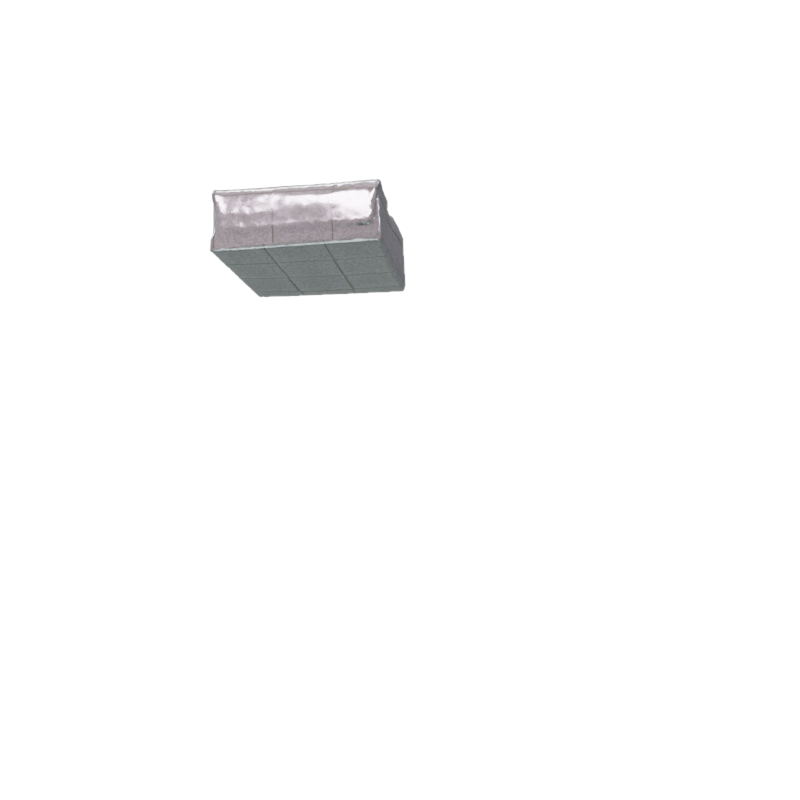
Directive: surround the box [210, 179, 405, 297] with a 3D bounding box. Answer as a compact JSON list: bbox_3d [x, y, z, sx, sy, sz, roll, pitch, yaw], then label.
[{"bbox_3d":[-0.039,-0.072,0.501,0.074,0.031,0.085,-2,-11,9],"label":"box"}]
